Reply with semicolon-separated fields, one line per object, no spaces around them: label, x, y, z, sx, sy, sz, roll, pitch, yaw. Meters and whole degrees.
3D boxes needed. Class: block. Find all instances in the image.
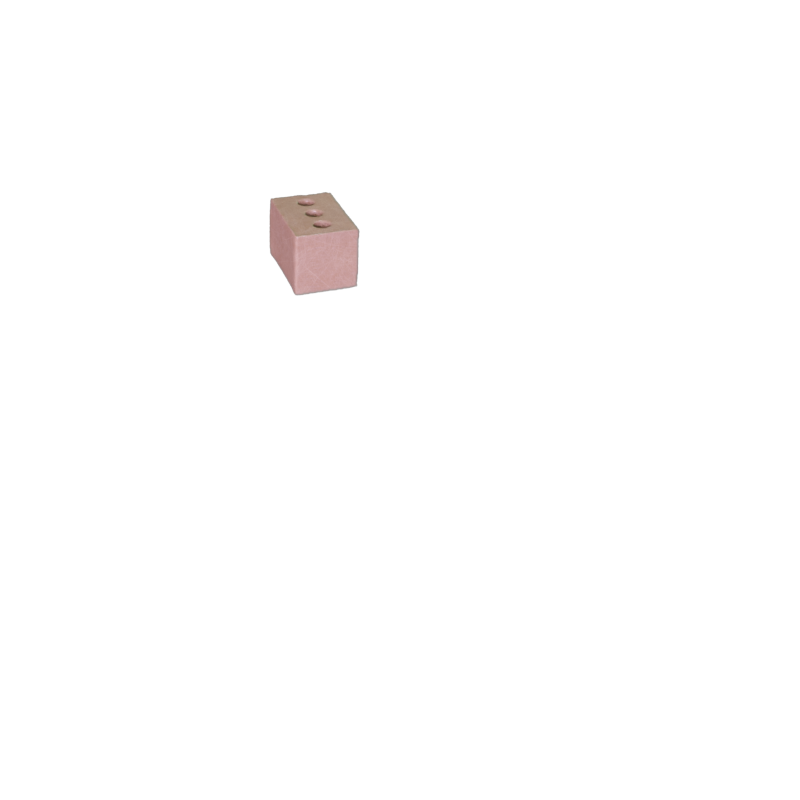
block;-0.068;-0.125;0.874;0.052;0.048;0.084;-9;32;-17
